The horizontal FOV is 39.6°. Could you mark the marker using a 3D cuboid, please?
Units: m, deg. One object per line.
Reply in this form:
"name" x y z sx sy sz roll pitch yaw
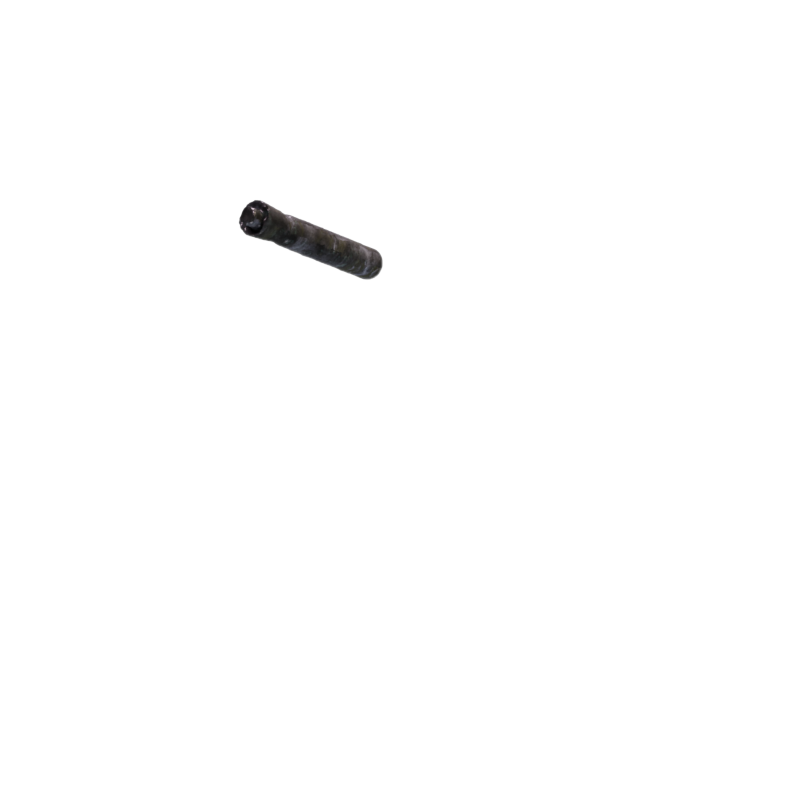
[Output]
"marker" -0.047 -0.085 0.596 0.020 0.020 0.115 3 -5 31
